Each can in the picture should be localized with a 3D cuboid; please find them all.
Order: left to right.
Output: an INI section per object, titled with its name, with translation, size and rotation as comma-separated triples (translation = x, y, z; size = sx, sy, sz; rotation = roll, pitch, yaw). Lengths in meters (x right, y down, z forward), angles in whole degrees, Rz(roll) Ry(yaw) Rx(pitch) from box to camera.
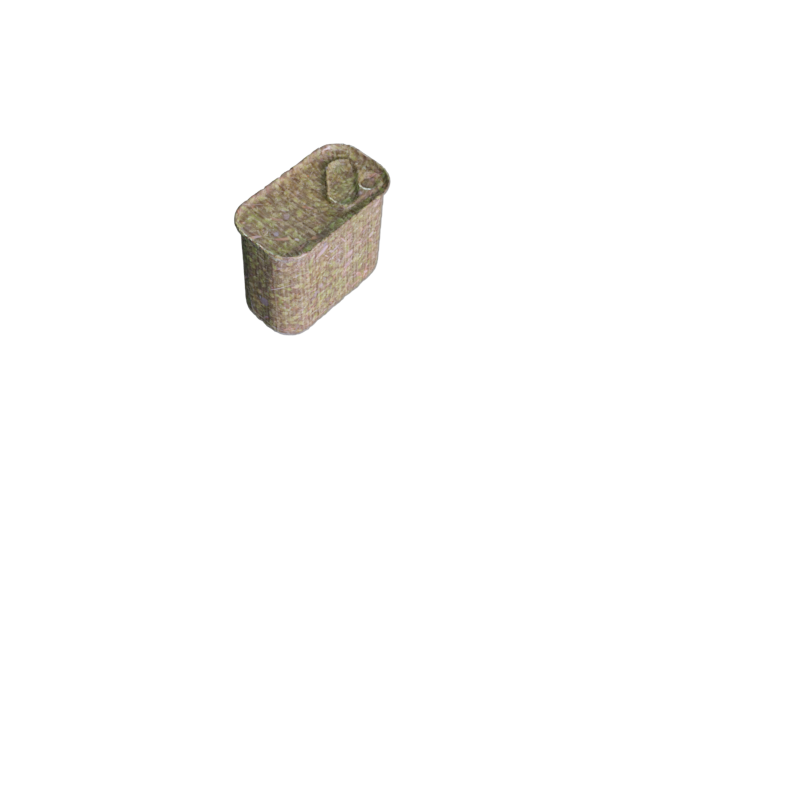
[can]
translation = -0.056, -0.102, 0.713
size = 0.061, 0.103, 0.078
rotation = 36, -30, 21
